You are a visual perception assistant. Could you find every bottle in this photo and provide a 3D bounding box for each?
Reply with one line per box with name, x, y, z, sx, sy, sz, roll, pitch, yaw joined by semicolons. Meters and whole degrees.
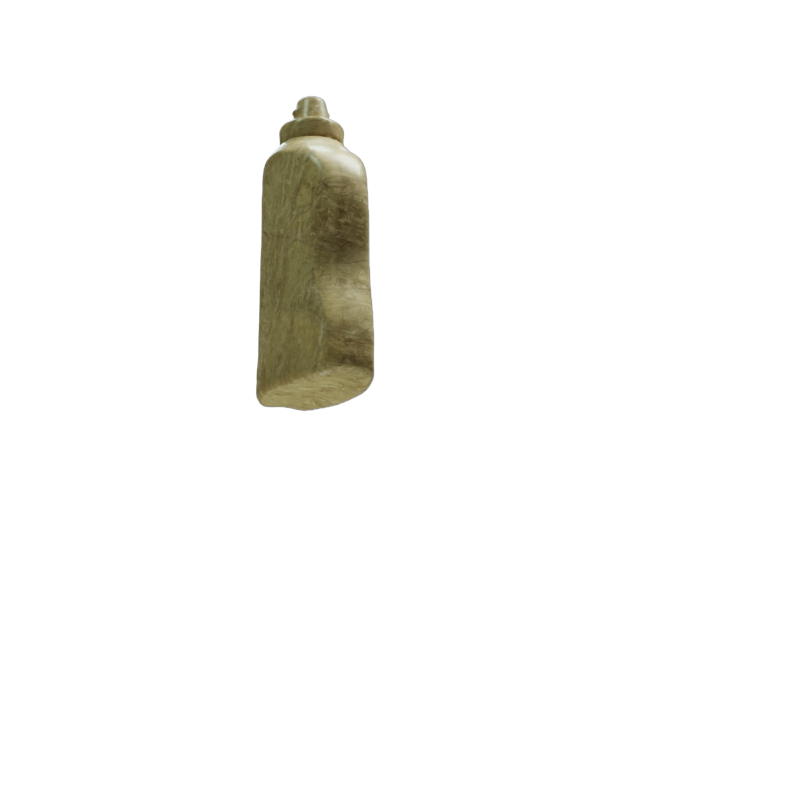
bottle;-0.053;-0.096;0.673;0.056;0.201;0.095;8;-21;-25
